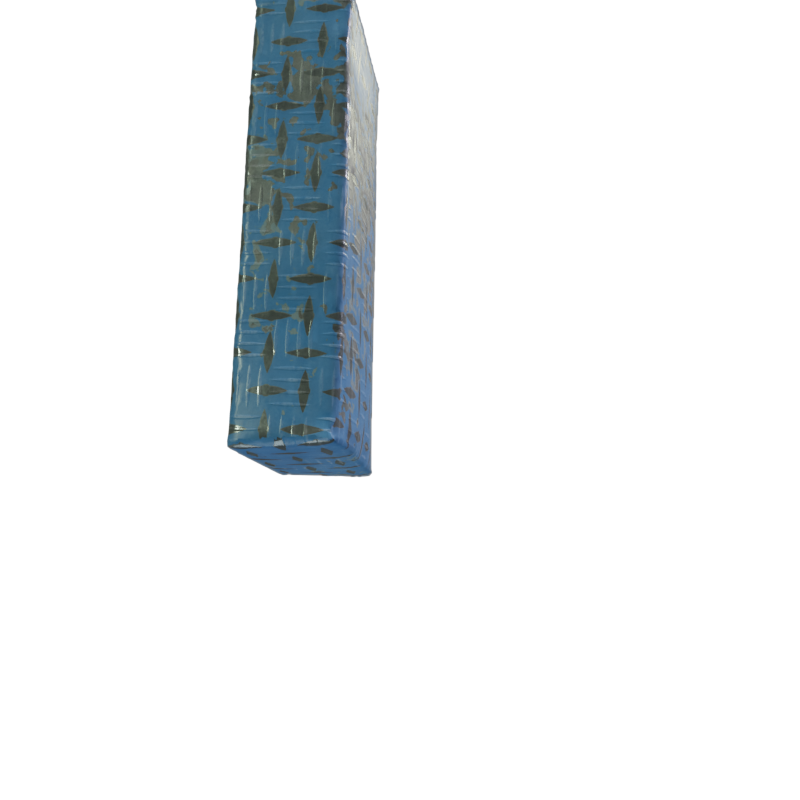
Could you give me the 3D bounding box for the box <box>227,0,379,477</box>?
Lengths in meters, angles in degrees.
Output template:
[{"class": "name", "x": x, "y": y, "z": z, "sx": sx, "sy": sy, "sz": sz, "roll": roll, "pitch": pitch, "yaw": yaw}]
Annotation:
[{"class": "box", "x": -0.035, "y": -0.063, "z": 0.444, "sx": 0.048, "sy": 0.184, "sz": 0.089, "roll": -3, "pitch": -17, "yaw": 6}]
